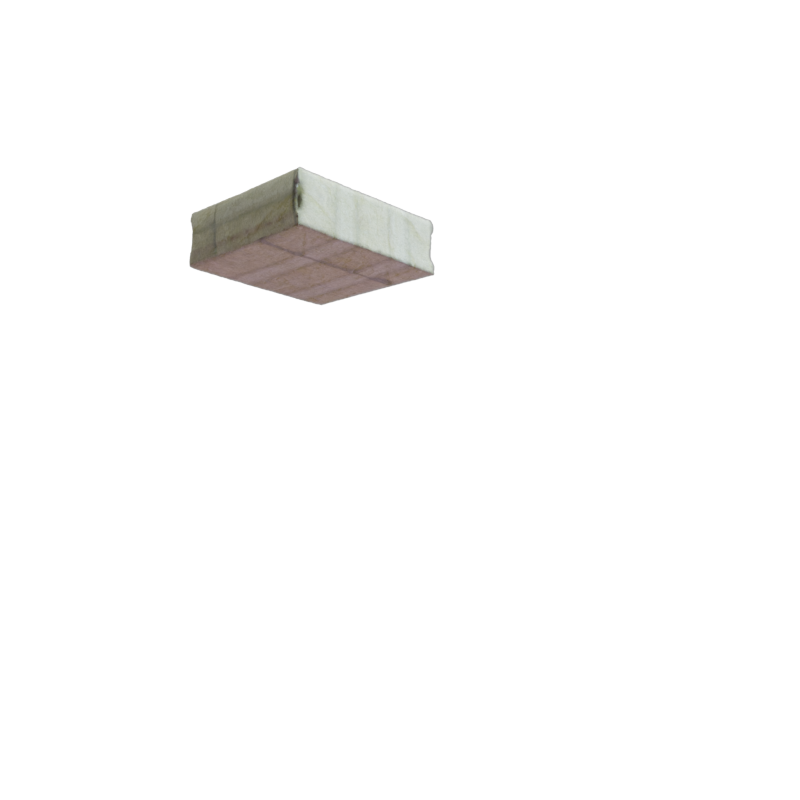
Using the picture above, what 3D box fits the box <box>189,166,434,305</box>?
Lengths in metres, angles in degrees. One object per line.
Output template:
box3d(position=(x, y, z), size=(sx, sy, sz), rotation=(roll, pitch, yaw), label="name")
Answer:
box3d(position=(-0.040, -0.072, 0.507), size=(0.074, 0.031, 0.084), rotation=(-13, -19, 42), label="box")
